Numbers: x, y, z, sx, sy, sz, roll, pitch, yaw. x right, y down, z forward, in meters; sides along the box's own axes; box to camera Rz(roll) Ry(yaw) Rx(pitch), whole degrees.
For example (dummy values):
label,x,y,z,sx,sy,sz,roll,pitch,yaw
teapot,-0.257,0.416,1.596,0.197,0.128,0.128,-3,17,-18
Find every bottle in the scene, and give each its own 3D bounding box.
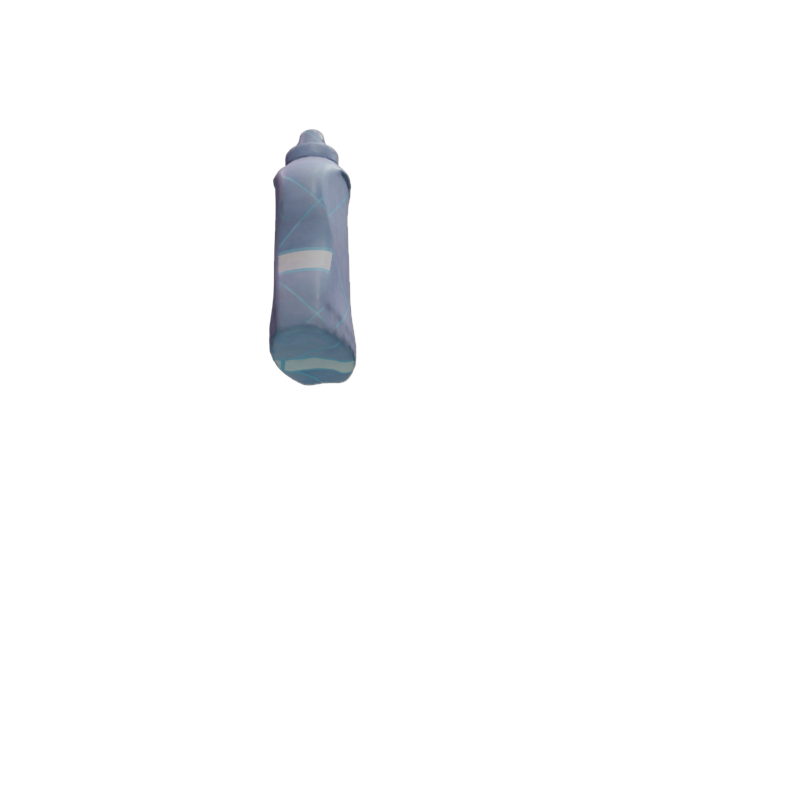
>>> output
label,x,y,z,sx,sy,sz,roll,pitch,yaw
bottle,-0.064,-0.115,0.806,0.059,0.204,0.089,-7,-28,9
